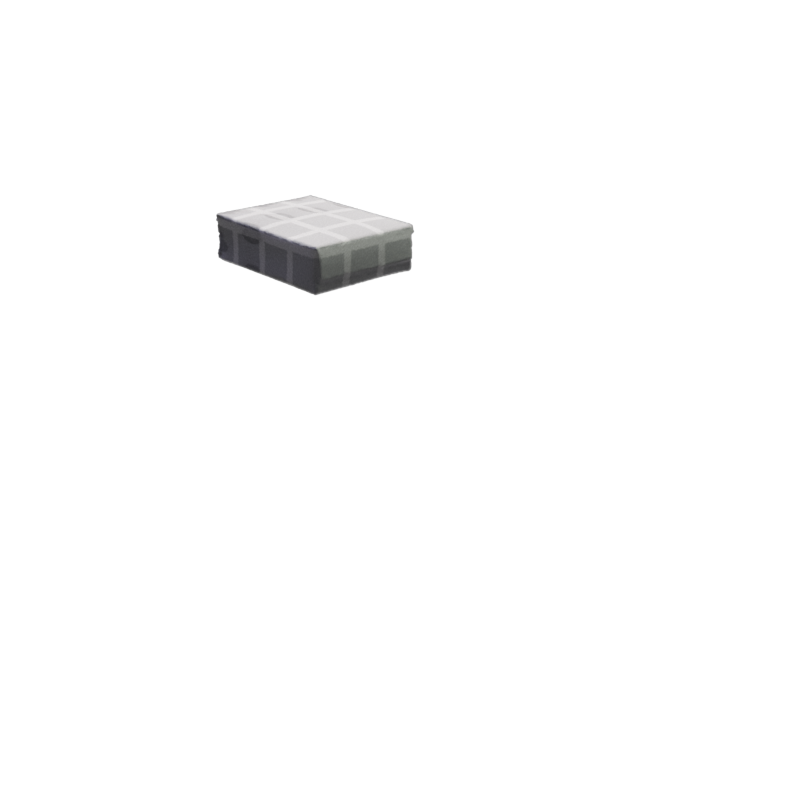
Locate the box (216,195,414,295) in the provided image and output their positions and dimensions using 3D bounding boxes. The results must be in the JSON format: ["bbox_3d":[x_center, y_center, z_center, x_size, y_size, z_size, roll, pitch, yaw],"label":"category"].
[{"bbox_3d":[-0.061,-0.111,0.778,0.088,0.037,0.120,-17,27,-40],"label":"box"}]
